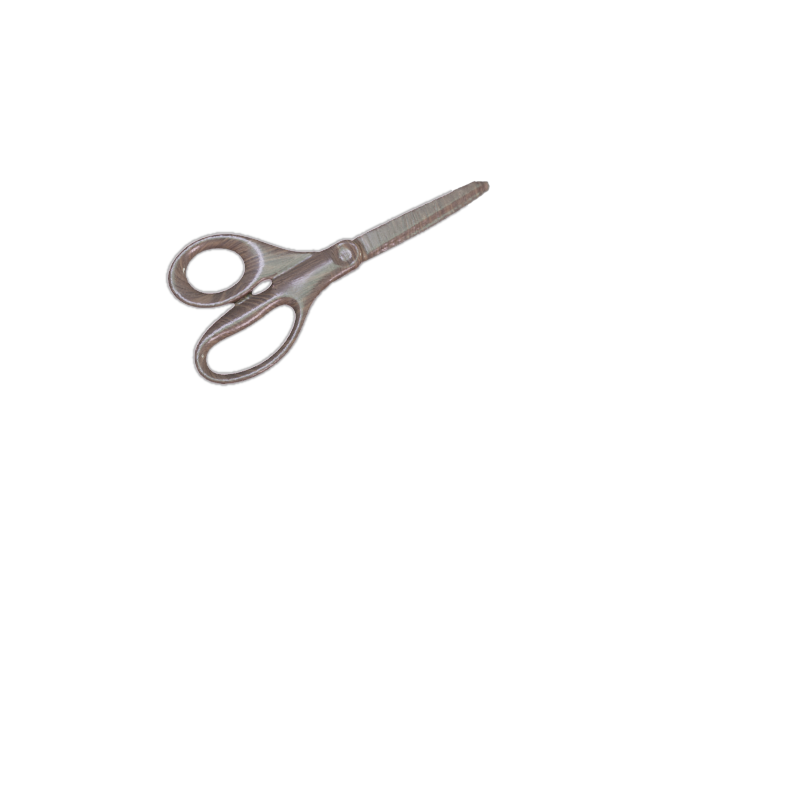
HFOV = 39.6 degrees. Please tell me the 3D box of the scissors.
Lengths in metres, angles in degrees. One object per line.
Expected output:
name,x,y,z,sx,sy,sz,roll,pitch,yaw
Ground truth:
scissors,-0.051,-0.093,0.652,0.203,0.099,0.015,-43,-11,-11
